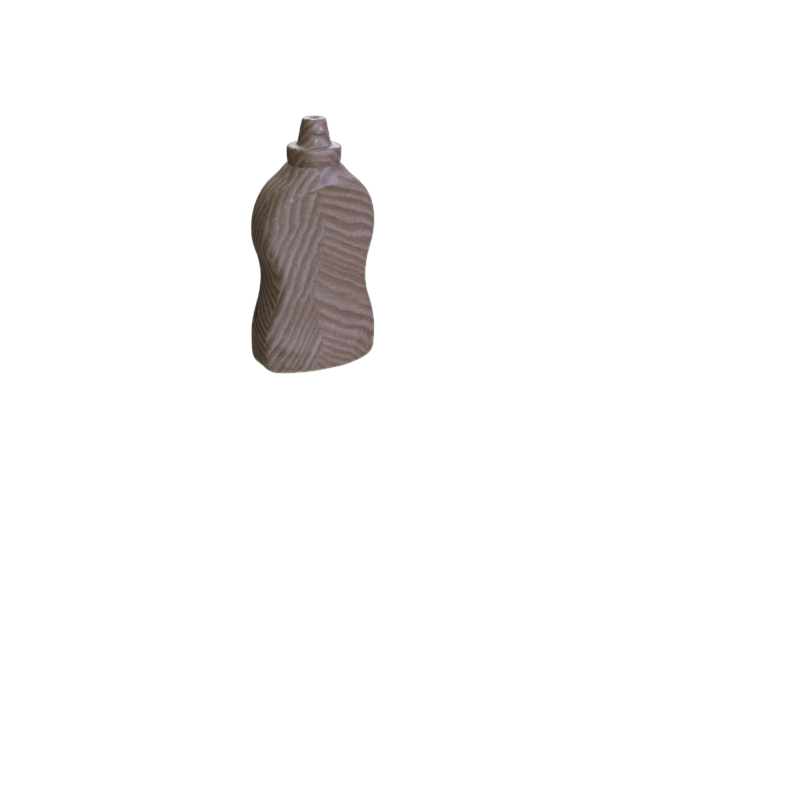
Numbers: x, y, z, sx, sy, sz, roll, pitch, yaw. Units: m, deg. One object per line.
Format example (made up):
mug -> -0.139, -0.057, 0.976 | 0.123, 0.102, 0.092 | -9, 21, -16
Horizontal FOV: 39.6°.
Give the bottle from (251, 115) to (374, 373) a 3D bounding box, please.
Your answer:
bottle -> -0.066, -0.120, 0.843 | 0.094, 0.184, 0.062 | -8, 21, -26
